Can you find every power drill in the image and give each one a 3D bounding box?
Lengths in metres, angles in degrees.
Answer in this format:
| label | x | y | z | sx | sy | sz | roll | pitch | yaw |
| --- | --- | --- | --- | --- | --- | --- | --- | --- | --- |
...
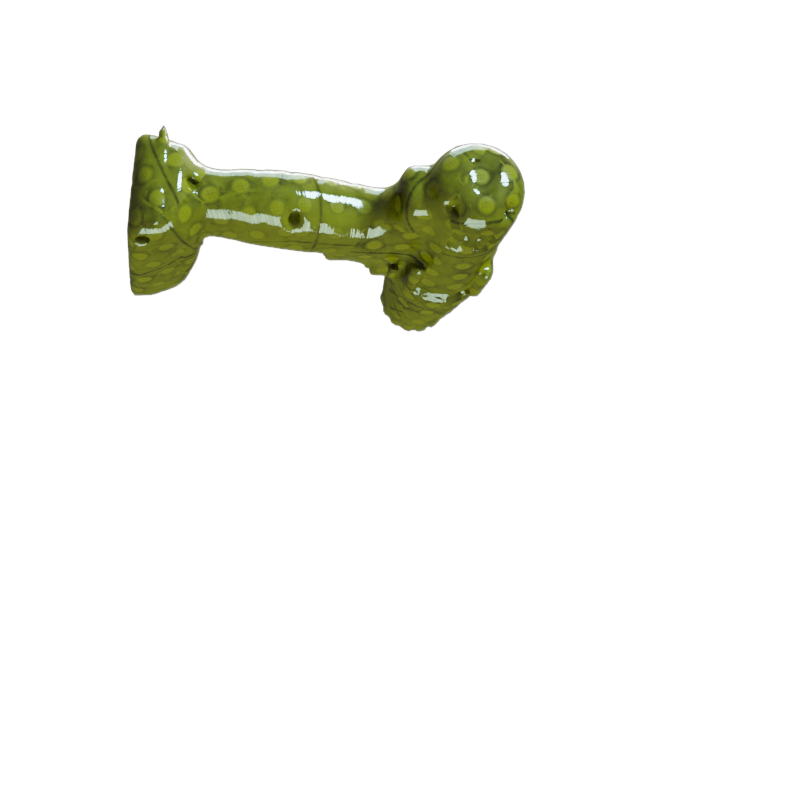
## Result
| label | x | y | z | sx | sy | sz | roll | pitch | yaw |
| --- | --- | --- | --- | --- | --- | --- | --- | --- | --- |
| power drill | -0.045 | -0.082 | 0.575 | 0.186 | 0.060 | 0.178 | 2 | -18 | -8 |
